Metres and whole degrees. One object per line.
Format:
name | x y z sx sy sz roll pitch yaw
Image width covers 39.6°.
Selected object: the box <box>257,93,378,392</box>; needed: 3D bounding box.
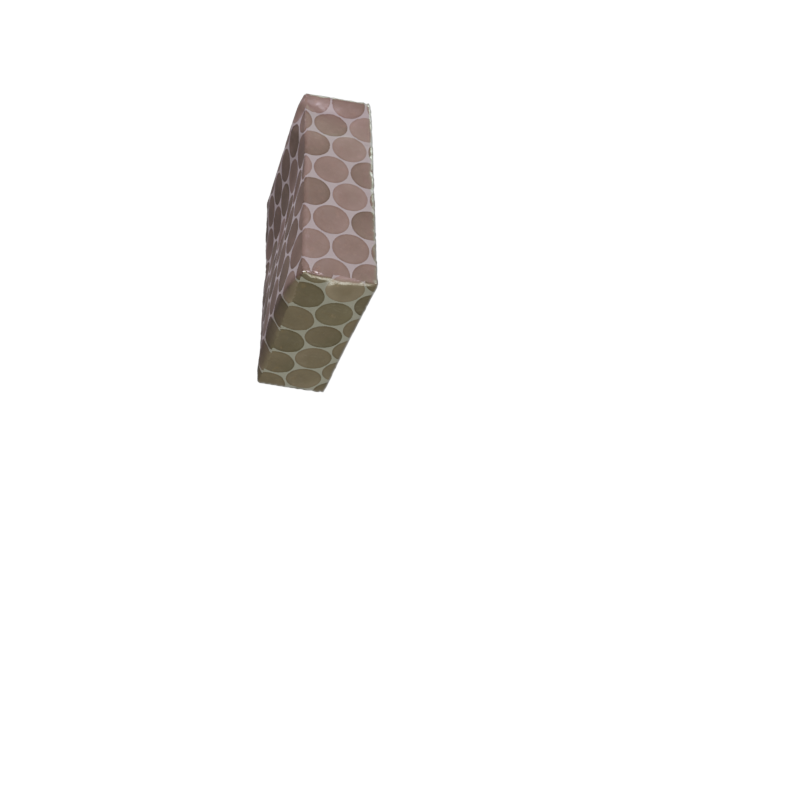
box | -0.078 -0.142 0.993 0.070 0.229 0.157 9 -38 -16
